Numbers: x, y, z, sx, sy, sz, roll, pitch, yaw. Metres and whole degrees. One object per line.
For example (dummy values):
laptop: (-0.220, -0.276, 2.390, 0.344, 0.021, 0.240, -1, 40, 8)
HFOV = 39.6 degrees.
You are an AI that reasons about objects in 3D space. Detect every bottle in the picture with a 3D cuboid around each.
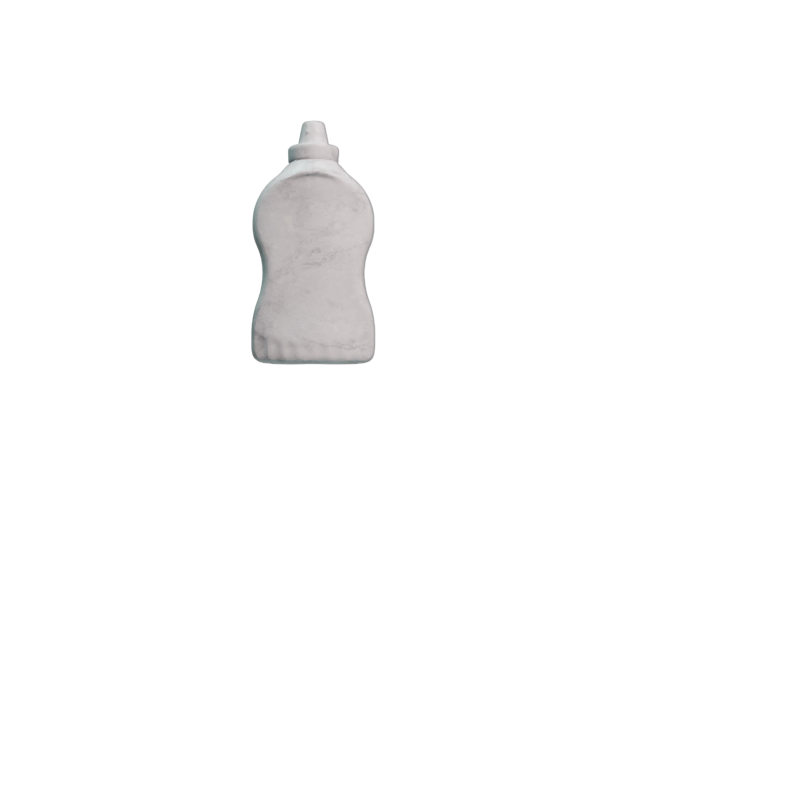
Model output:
bottle: (-0.068, -0.125, 0.873, 0.096, 0.195, 0.057, 0, -6, 1)
